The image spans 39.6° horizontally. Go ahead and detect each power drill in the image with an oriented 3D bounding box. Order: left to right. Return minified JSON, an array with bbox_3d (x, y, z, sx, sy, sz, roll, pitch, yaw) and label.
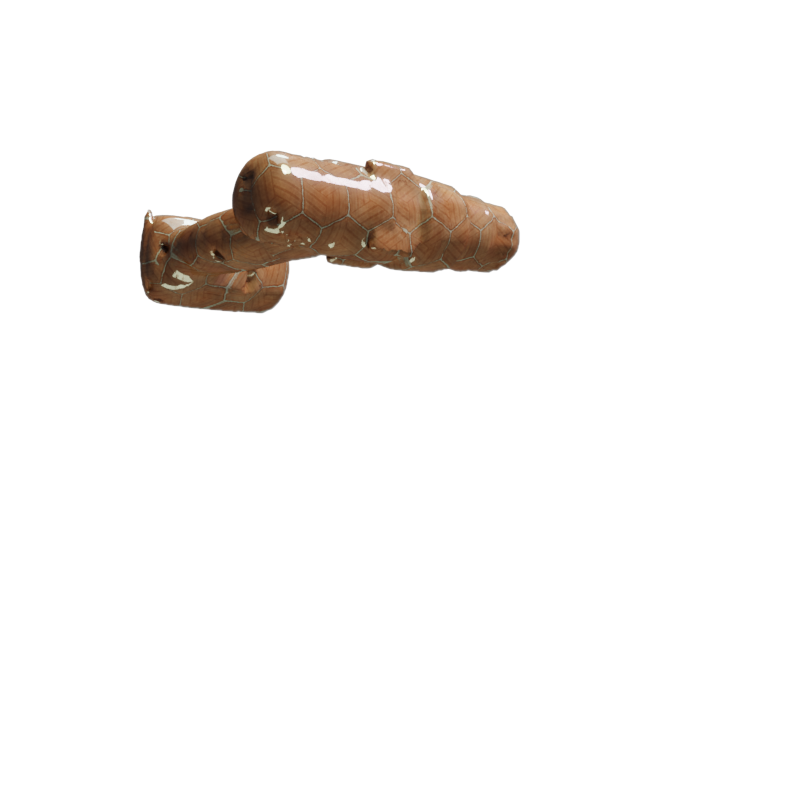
[{"bbox_3d":[-0.050,-0.092,0.644,0.176,0.059,0.191,7,-11,-39],"label":"power drill"}]
